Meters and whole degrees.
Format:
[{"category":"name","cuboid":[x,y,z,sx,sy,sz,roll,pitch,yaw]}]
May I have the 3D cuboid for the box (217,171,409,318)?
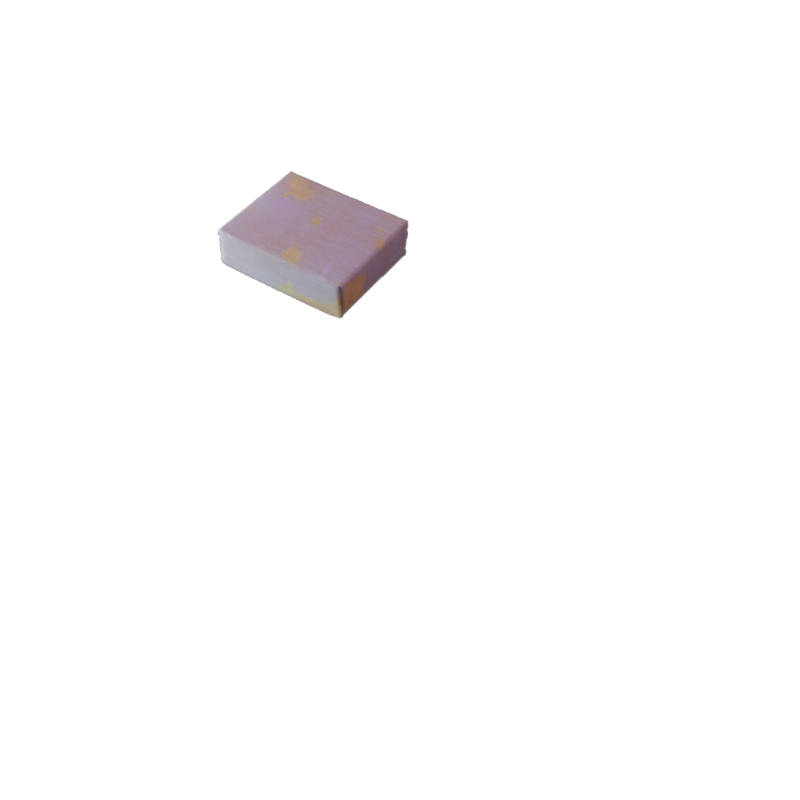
[{"category":"box","cuboid":[-0.064,-0.117,0.823,0.119,0.036,0.092,27,51,23]}]
